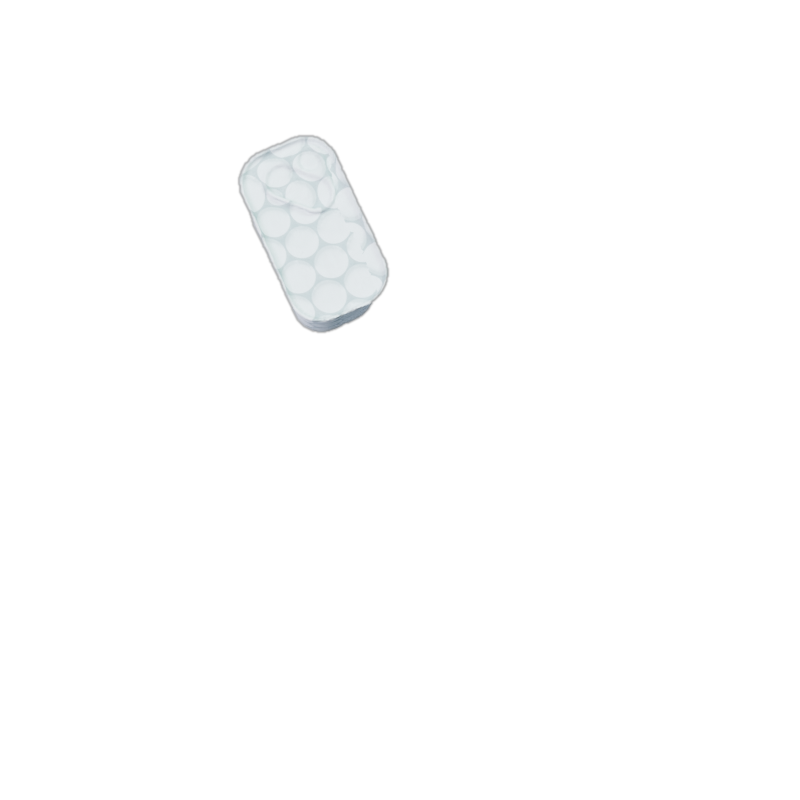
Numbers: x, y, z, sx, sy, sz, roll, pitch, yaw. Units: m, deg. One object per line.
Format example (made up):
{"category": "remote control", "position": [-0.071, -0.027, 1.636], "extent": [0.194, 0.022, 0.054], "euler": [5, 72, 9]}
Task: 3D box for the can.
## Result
{"category": "can", "position": [-0.051, -0.092, 0.646], "extent": [0.057, 0.104, 0.082], "euler": [-24, -7, -5]}
